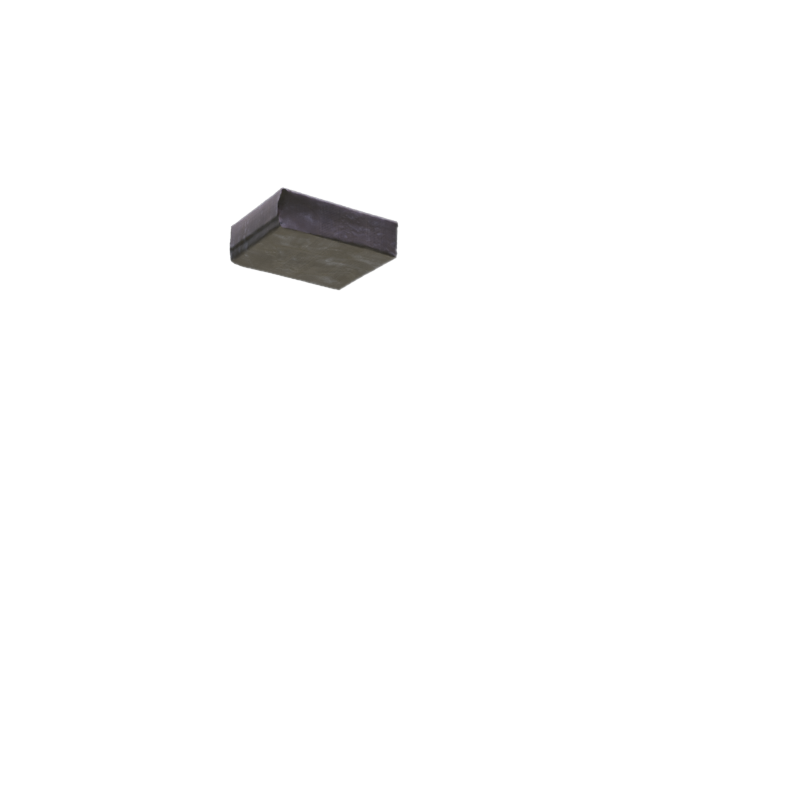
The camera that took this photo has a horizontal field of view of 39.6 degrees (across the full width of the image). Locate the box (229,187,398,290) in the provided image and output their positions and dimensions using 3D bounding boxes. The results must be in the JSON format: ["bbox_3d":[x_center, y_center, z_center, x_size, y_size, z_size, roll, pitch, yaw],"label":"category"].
[{"bbox_3d":[-0.072,-0.130,0.914,0.108,0.041,0.090,11,-21,-31],"label":"box"}]
